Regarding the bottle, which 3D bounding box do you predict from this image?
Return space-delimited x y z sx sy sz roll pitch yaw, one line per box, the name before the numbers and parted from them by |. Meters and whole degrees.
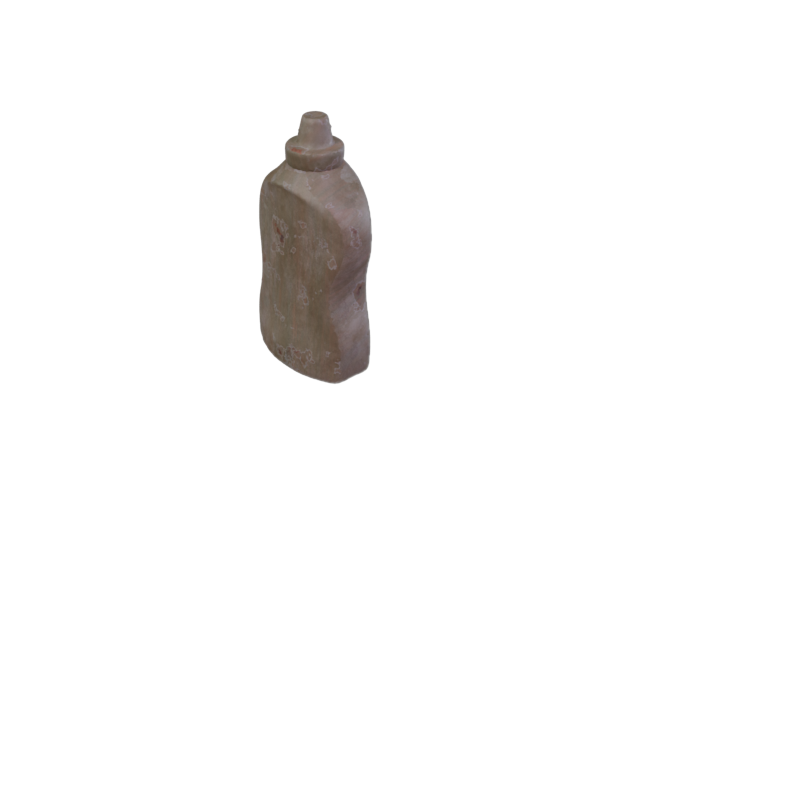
bottle | -0.062 -0.113 0.790 0.058 0.181 0.103 -21 37 -35
